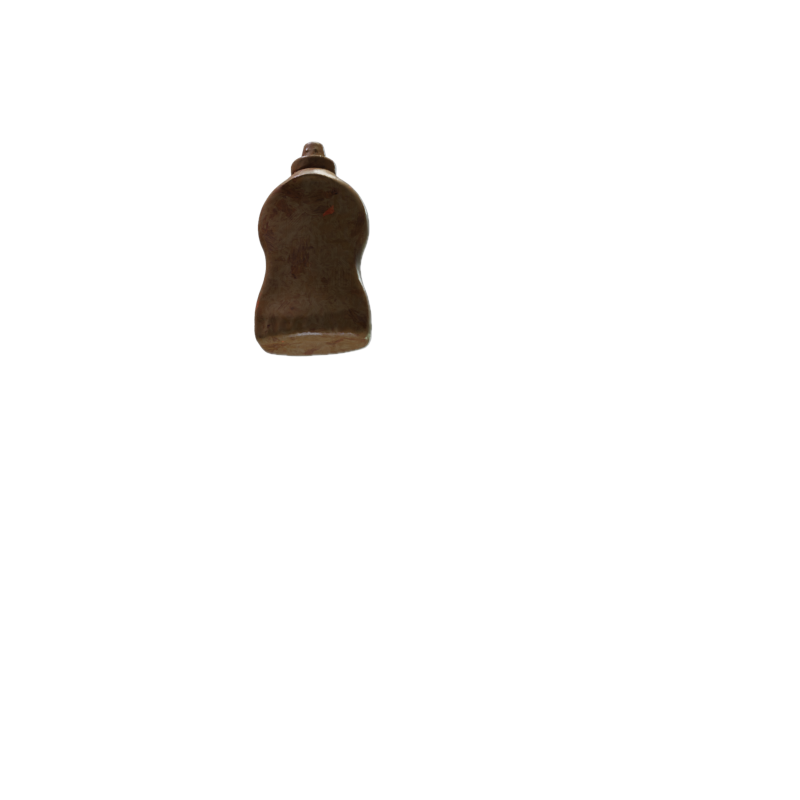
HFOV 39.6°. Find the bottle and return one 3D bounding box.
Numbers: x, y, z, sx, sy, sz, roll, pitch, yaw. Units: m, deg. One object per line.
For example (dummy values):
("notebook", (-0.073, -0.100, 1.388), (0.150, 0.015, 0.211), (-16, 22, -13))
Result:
("bottle", (-0.075, -0.136, 0.955), (0.097, 0.202, 0.055), (-5, -24, 9))
